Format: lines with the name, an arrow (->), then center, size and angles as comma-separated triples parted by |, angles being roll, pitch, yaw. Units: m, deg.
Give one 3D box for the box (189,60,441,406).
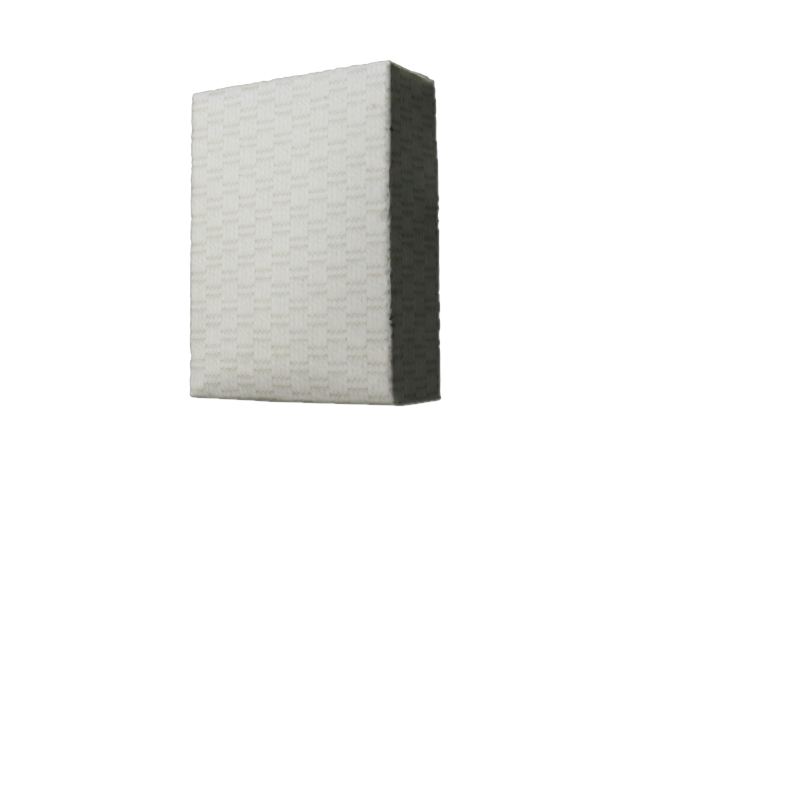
box -> -0.058, -0.106, 0.745 | 0.170, 0.216, 0.069 | -2, -5, 32
